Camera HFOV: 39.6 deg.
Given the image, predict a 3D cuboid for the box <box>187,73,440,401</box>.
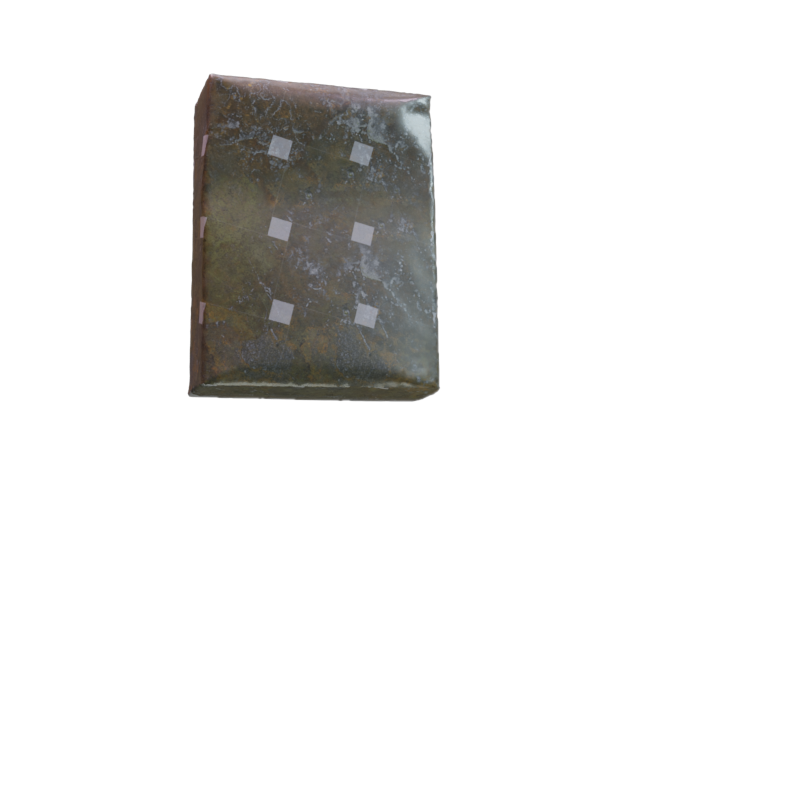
[{"bbox_3d":[-0.060,-0.109,0.764,0.161,0.221,0.071,2,-13,-15],"label":"box"}]
